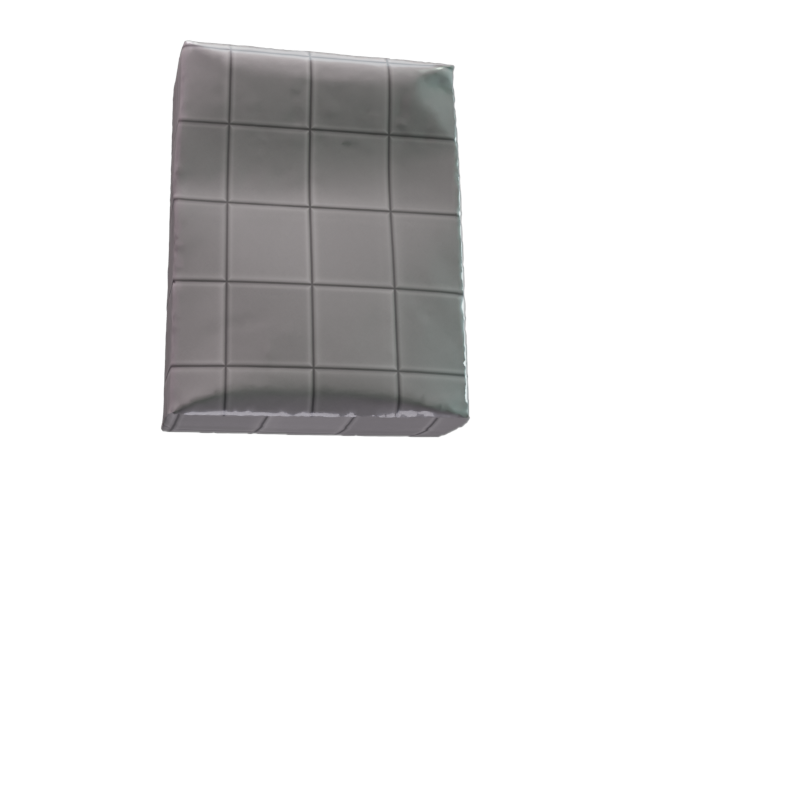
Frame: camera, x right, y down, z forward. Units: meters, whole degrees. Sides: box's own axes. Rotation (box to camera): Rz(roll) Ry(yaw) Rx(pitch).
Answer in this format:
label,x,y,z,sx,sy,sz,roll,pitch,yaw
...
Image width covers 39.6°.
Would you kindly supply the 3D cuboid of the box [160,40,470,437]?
label,x,y,z,sx,sy,sz,roll,pitch,yaw
box,-0.049,-0.090,0.630,0.161,0.222,0.070,2,-16,-12
